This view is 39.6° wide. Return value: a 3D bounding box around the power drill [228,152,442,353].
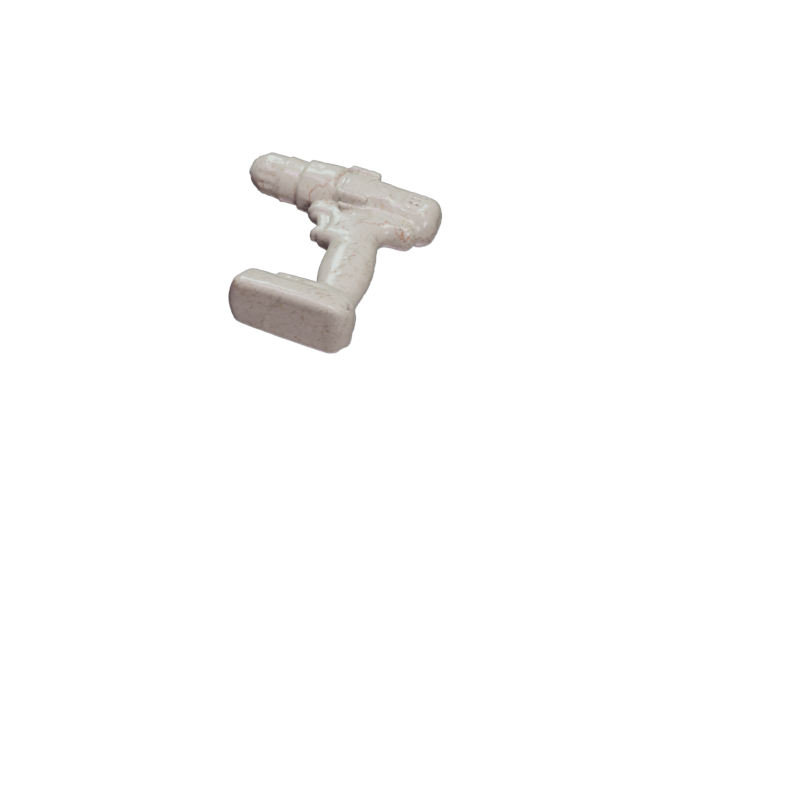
[{"bbox_3d":[-0.075,-0.137,0.963,0.190,0.196,0.053,17,-40,14],"label":"power drill"}]
